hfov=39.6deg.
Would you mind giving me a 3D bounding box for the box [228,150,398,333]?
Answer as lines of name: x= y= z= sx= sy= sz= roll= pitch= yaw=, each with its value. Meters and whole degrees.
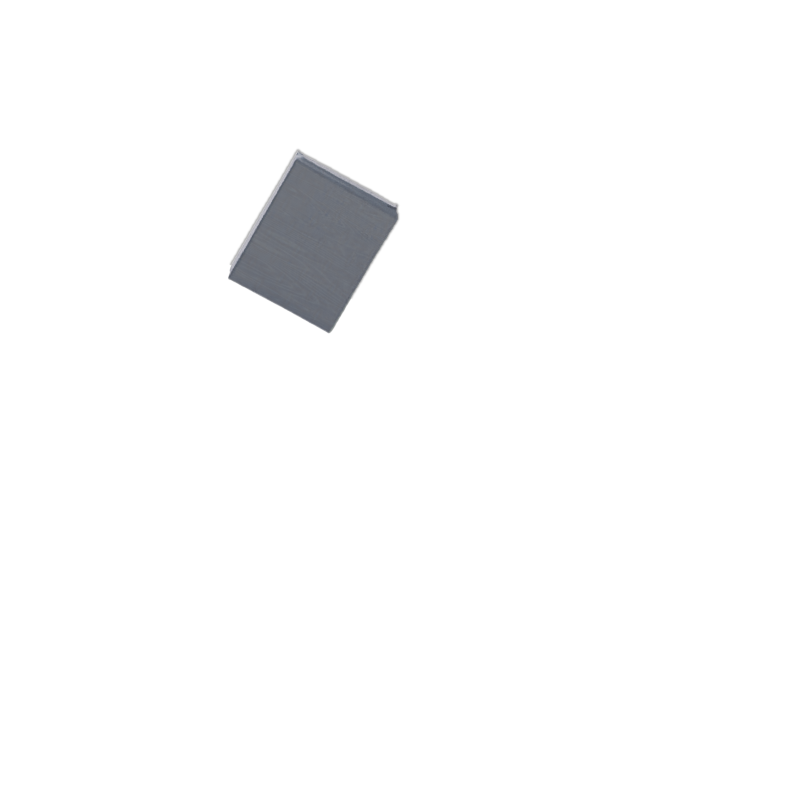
box: x=-0.053 y=-0.098 z=0.684 sx=0.072 sy=0.088 sz=0.031 roll=29 pitch=14 yaw=-9
